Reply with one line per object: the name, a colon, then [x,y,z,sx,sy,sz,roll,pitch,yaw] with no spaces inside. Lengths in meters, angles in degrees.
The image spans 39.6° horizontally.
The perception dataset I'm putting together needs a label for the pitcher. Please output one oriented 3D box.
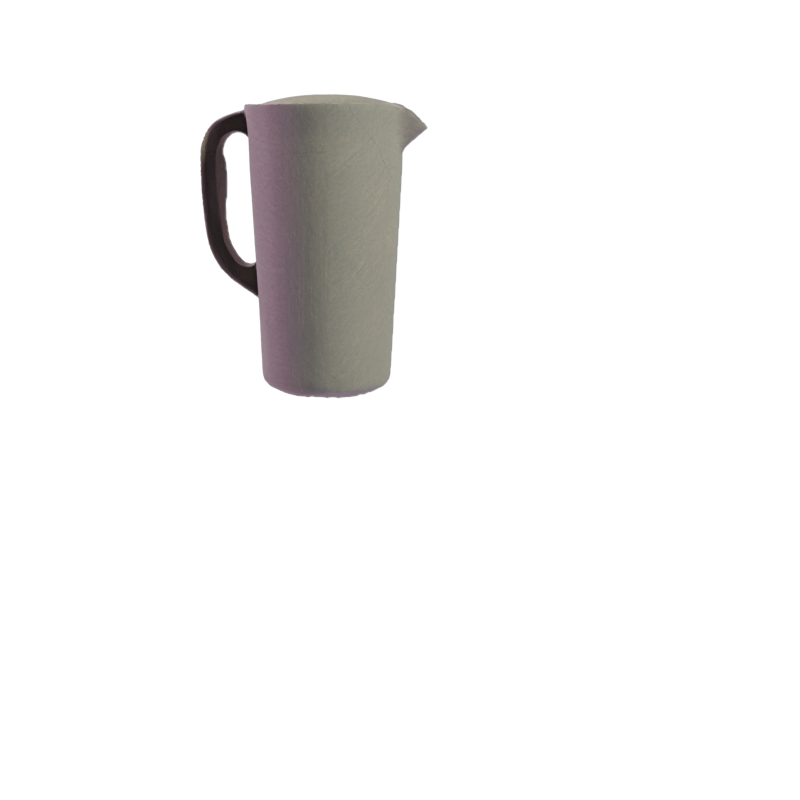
pitcher: [-0.072,-0.132,0.923,0.140,0.239,0.157,-6,11,-36]
